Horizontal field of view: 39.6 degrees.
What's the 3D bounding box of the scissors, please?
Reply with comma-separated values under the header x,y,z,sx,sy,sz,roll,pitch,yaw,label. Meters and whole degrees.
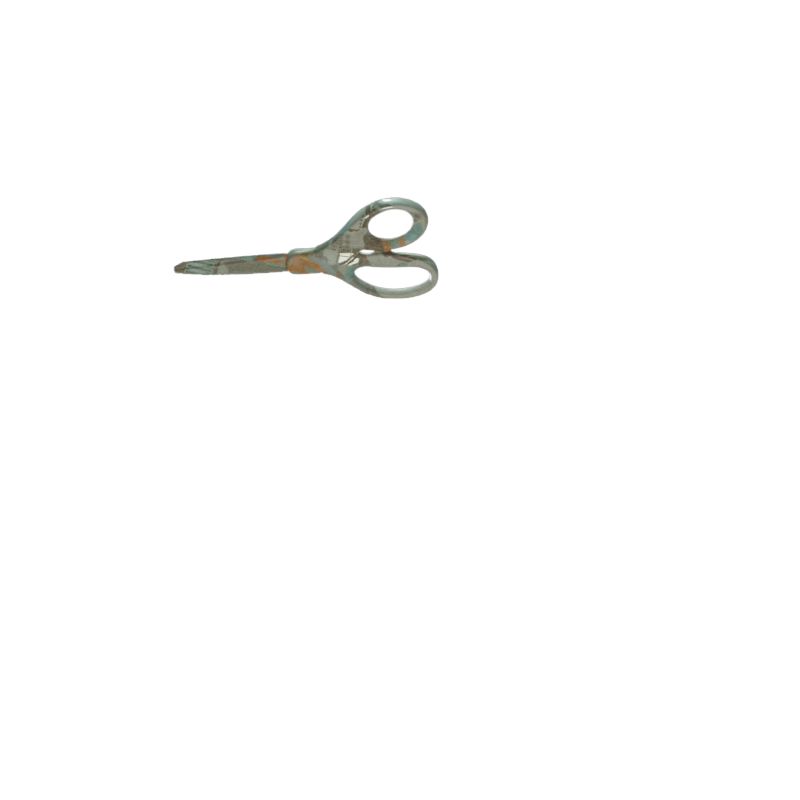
x,y,z,sx,sy,sz,roll,pitch,yaw,label
-0.066,-0.120,0.840,0.199,0.091,0.017,9,35,-6,scissors
